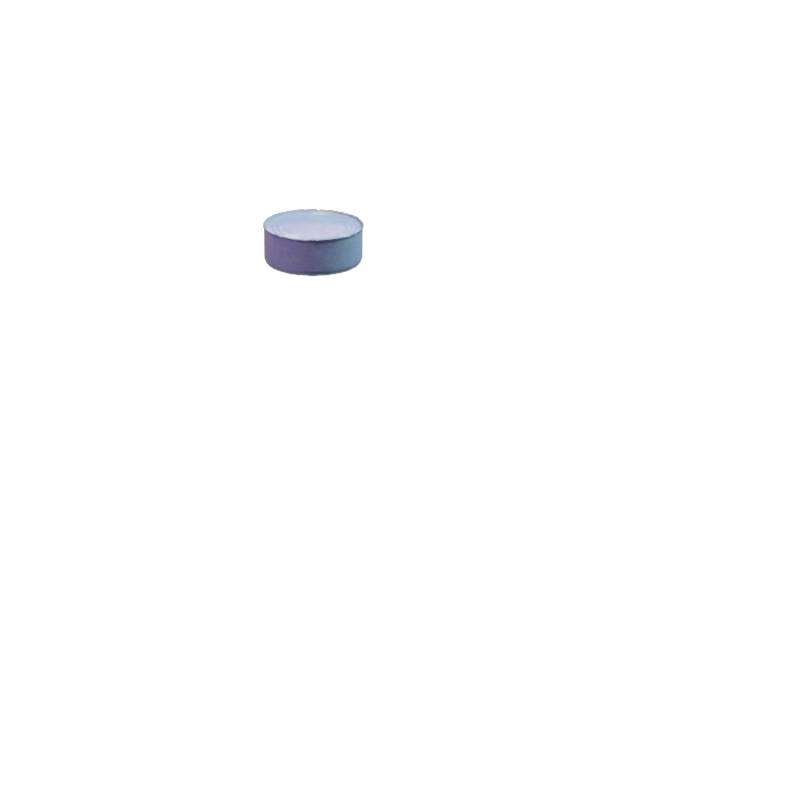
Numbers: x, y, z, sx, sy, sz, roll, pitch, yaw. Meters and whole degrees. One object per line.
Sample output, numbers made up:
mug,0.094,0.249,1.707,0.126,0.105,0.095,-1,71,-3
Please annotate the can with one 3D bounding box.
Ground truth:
can,-0.074,-0.136,0.950,0.086,0.032,0.090,-1,25,-2
